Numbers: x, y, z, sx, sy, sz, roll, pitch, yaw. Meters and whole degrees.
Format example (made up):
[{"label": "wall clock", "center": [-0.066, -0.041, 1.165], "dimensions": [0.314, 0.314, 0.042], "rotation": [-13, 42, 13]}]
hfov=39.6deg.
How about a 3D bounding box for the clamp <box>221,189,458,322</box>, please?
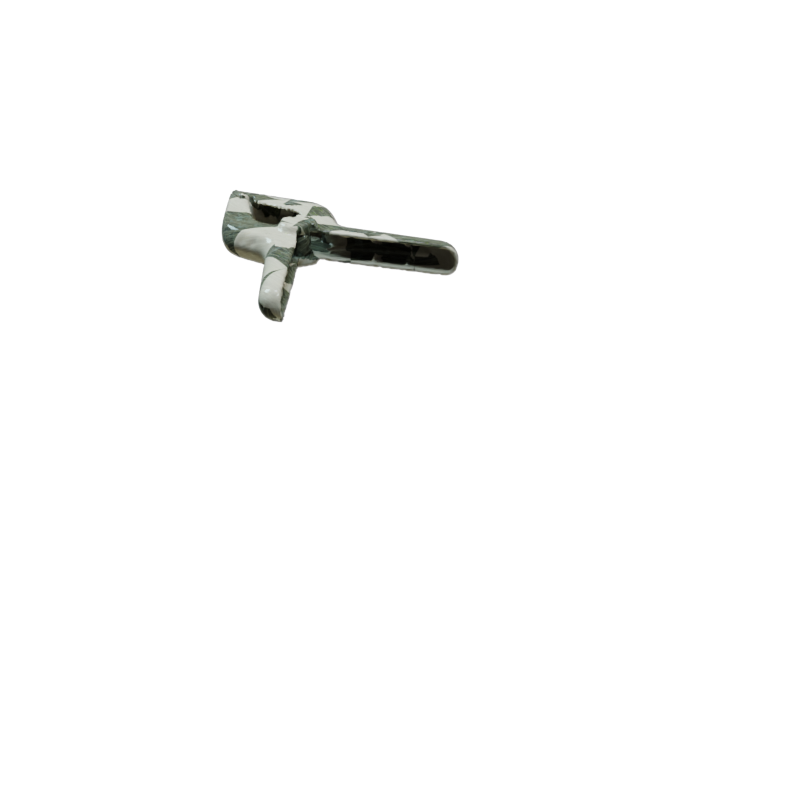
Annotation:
[{"label": "clamp", "center": [-0.068, -0.123, 0.864], "dimensions": [0.161, 0.034, 0.225], "rotation": [-13, 31, -24]}]
